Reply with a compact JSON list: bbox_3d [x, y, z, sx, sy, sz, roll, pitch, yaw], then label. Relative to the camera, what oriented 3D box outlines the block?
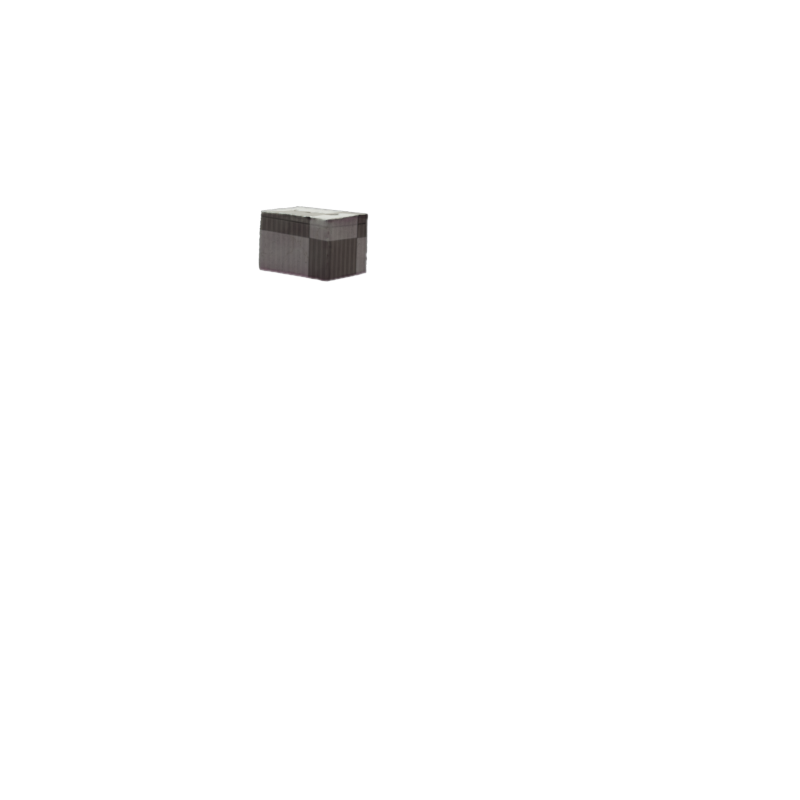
[{"bbox_3d":[-0.072,-0.131,0.918,0.082,0.050,0.052,12,17,38],"label":"block"}]
